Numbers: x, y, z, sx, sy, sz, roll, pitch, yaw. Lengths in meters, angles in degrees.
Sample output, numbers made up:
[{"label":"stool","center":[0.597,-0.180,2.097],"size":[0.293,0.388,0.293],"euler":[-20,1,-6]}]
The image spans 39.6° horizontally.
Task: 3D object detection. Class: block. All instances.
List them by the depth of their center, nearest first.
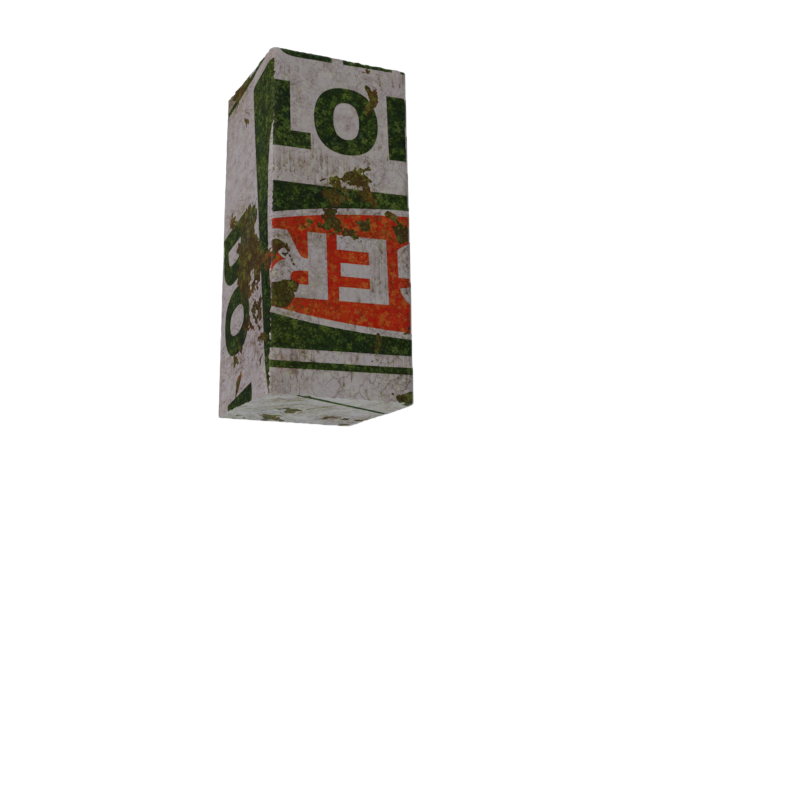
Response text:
[{"label":"block","center":[-0.053,-0.096,0.672],"size":[0.088,0.215,0.090],"euler":[6,-18,-24]}]
